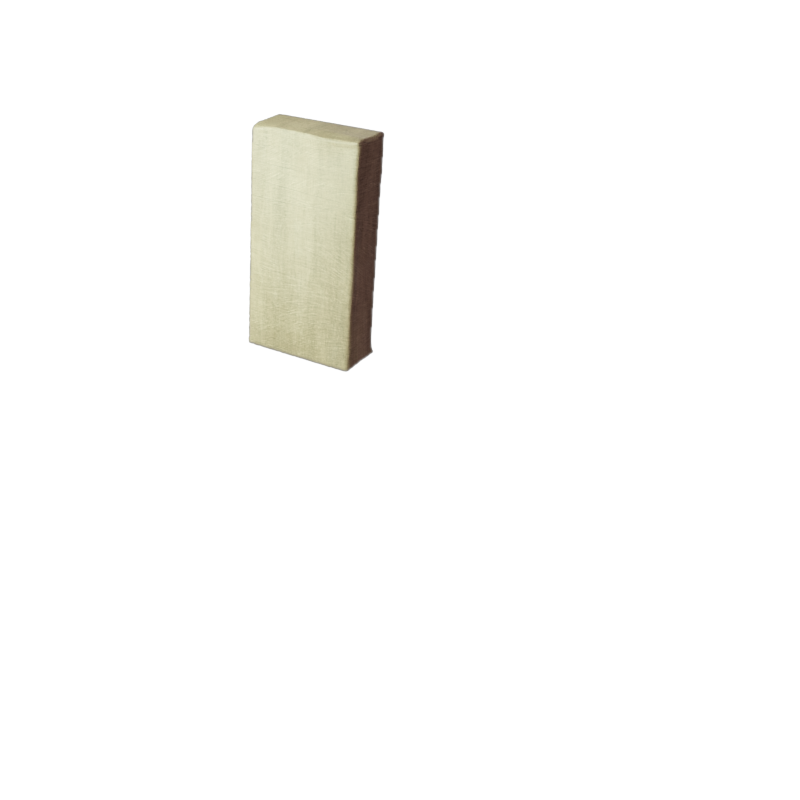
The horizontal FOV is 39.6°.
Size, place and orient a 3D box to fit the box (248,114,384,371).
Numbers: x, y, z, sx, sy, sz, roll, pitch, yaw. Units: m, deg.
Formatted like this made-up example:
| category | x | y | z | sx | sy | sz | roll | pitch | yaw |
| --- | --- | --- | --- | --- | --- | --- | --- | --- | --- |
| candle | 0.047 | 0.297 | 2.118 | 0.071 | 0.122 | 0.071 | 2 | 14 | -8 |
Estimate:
| category | x | y | z | sx | sy | sz | roll | pitch | yaw |
| --- | --- | --- | --- | --- | --- | --- | --- | --- | --- |
| box | -0.065 | -0.118 | 0.825 | 0.098 | 0.168 | 0.048 | 15 | 26 | 27 |
